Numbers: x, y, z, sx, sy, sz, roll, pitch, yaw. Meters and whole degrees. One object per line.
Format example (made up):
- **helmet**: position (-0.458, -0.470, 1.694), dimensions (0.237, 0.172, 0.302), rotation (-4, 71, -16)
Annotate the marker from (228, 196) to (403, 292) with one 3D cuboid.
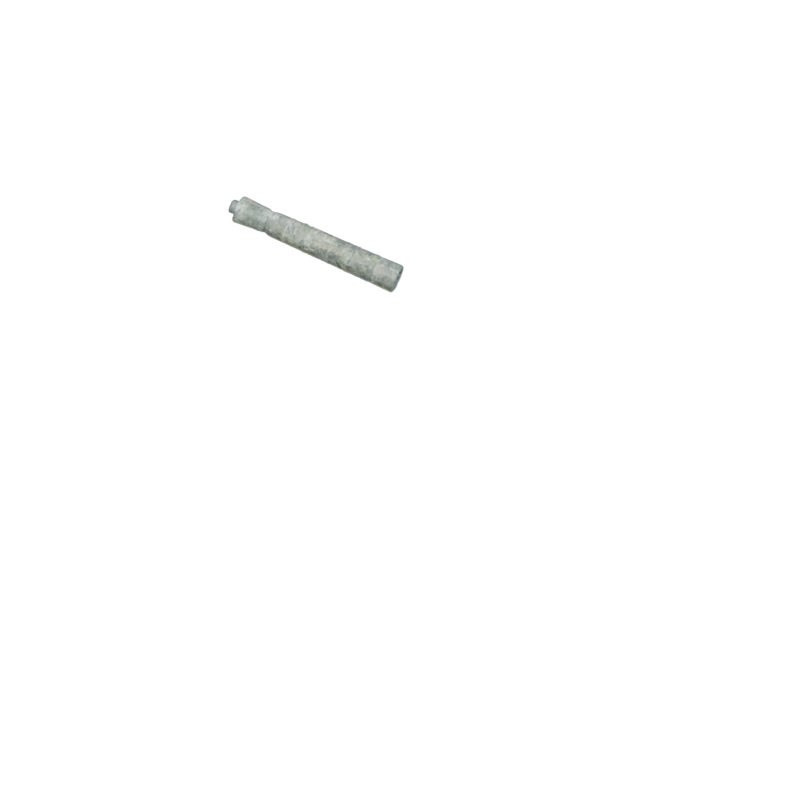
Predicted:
- **marker**: position (-0.056, -0.102, 0.718), dimensions (0.124, 0.019, 0.019), rotation (25, 8, 12)
